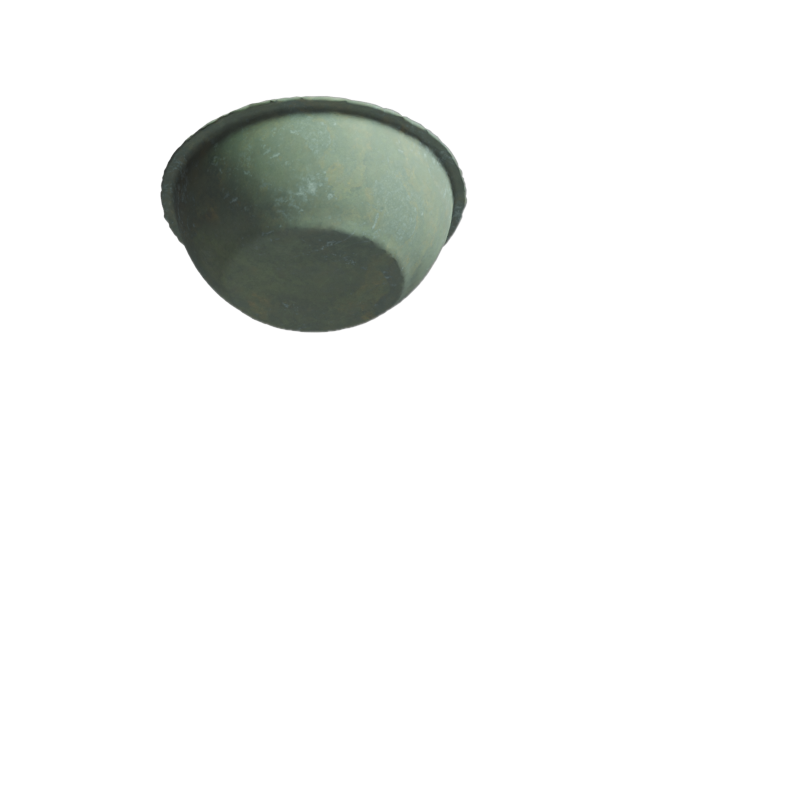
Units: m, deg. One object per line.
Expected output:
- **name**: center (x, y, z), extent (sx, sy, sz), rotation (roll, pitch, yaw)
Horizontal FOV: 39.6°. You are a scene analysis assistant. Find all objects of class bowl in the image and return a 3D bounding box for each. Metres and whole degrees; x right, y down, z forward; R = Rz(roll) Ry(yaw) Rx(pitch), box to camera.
- **bowl**: center (-0.045, -0.082, 0.573), extent (0.162, 0.059, 0.152), rotation (1, -32, -2)
